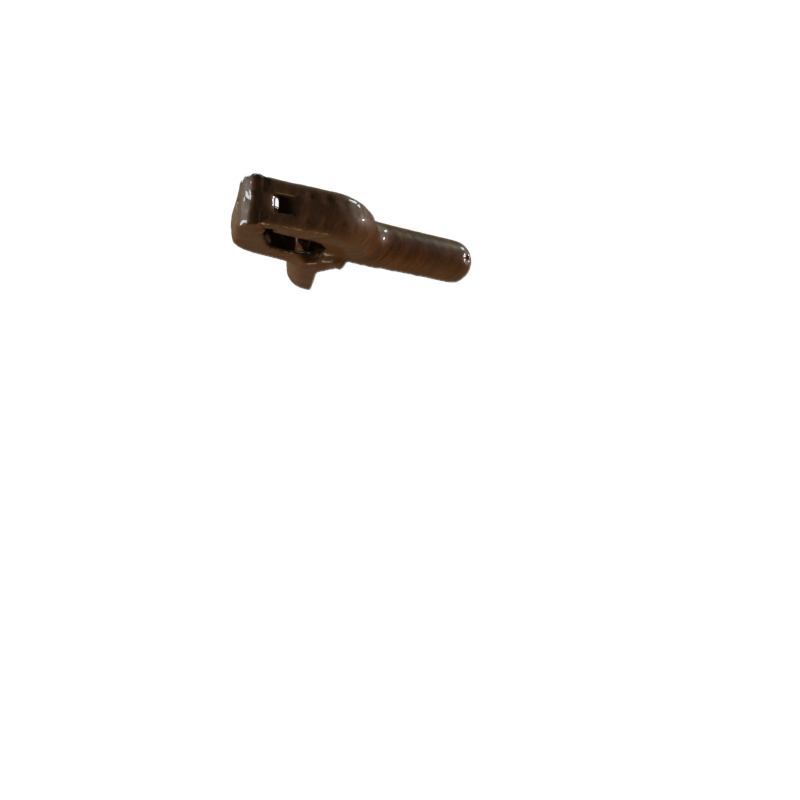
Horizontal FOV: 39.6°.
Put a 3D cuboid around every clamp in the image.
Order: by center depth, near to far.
[{"bbox_3d":[-0.050,-0.090,0.633,0.123,0.041,0.161,-9,-15,34],"label":"clamp"}]
